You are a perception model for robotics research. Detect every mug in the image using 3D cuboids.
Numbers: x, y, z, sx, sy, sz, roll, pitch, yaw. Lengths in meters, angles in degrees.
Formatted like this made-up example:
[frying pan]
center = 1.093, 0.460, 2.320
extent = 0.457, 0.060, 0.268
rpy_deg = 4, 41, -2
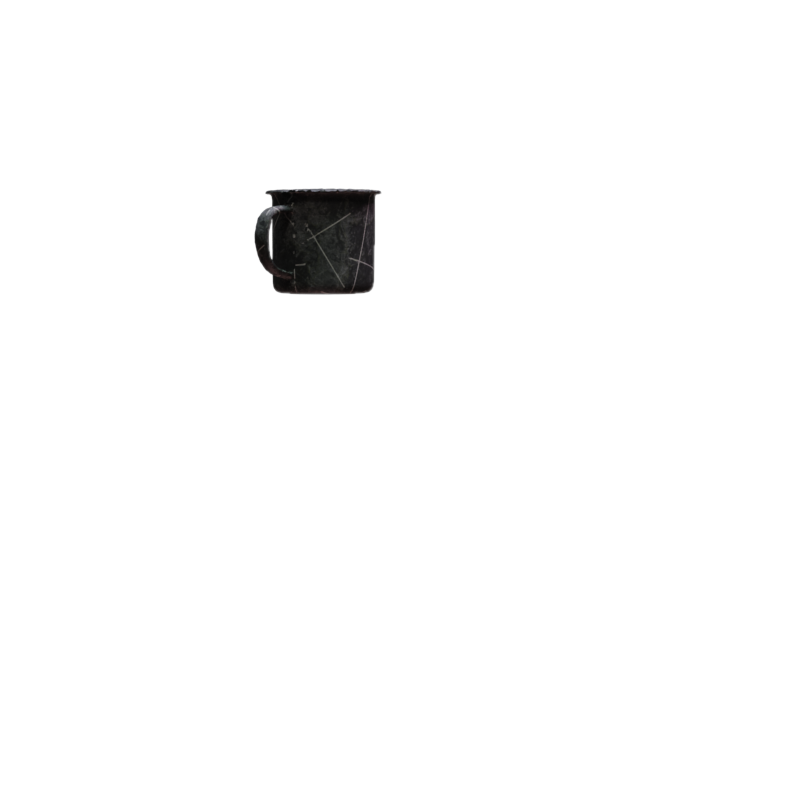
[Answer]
[mug]
center = -0.069, -0.126, 0.879
extent = 0.097, 0.081, 0.113
rpy_deg = 4, 7, 39
